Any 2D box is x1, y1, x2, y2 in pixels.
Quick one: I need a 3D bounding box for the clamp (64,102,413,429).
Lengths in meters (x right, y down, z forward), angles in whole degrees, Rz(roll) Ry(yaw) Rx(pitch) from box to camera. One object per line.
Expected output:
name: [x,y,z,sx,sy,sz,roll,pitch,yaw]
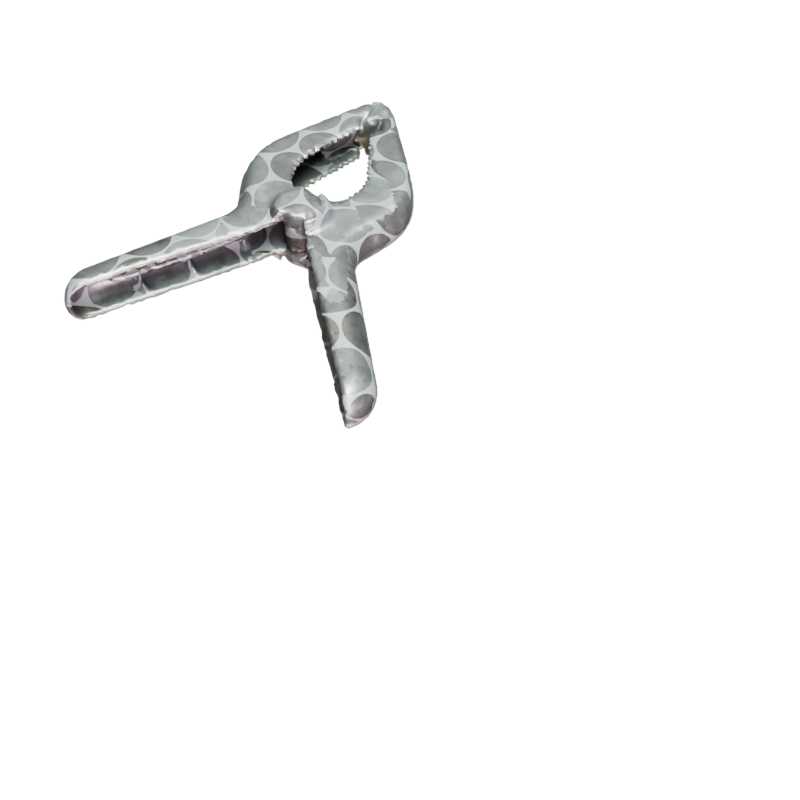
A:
clamp: [-0.045,-0.082,0.572,0.172,0.034,0.215,25,53,21]
